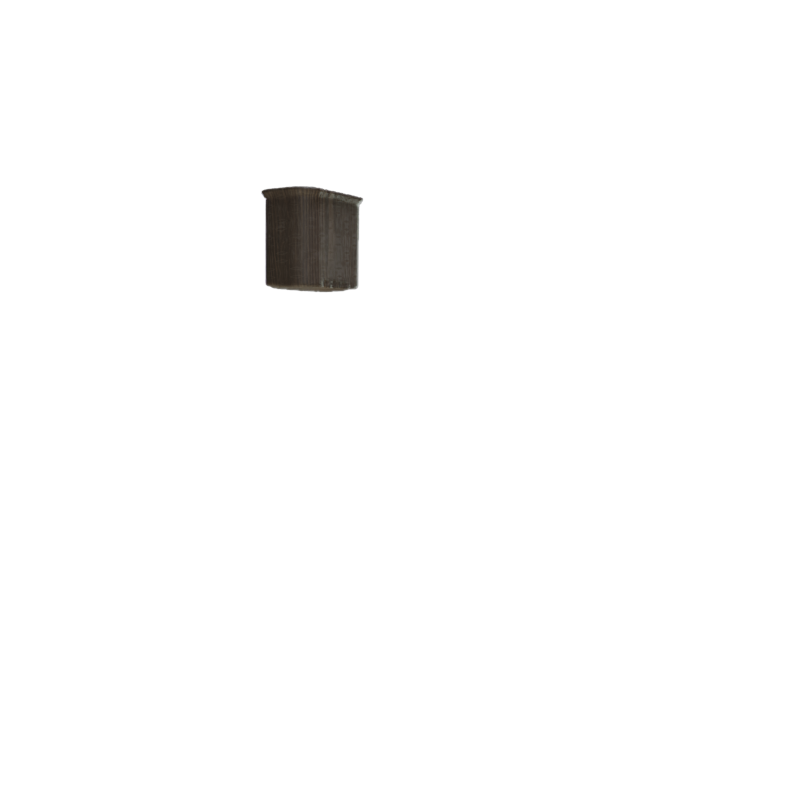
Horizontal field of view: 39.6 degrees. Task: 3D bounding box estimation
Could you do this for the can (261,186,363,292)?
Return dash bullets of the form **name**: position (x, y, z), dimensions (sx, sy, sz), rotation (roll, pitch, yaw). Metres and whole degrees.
- **can**: position (-0.076, -0.138, 0.968), dimensions (0.059, 0.085, 0.098), rotation (-2, -1, 30)
